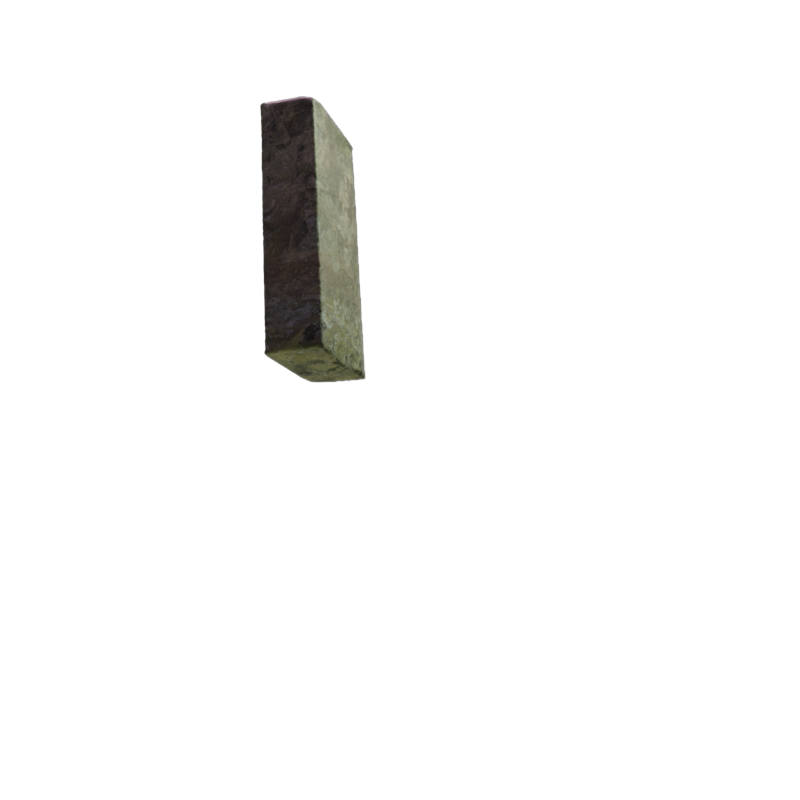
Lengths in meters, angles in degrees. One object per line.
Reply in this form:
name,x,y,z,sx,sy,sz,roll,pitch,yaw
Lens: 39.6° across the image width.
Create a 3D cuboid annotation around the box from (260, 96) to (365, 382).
box,-0.058,-0.107,0.747,0.049,0.184,0.088,-7,-18,15
